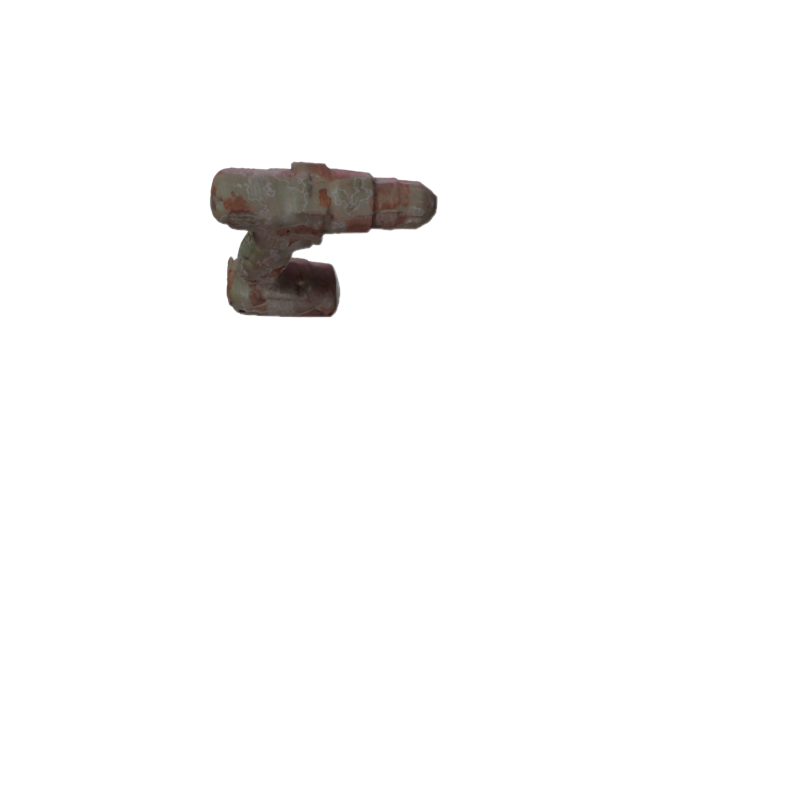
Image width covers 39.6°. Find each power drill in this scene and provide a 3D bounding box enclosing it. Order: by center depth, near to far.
[{"bbox_3d":[-0.075,-0.136,0.953,0.182,0.061,0.179,4,-26,-9],"label":"power drill"}]
